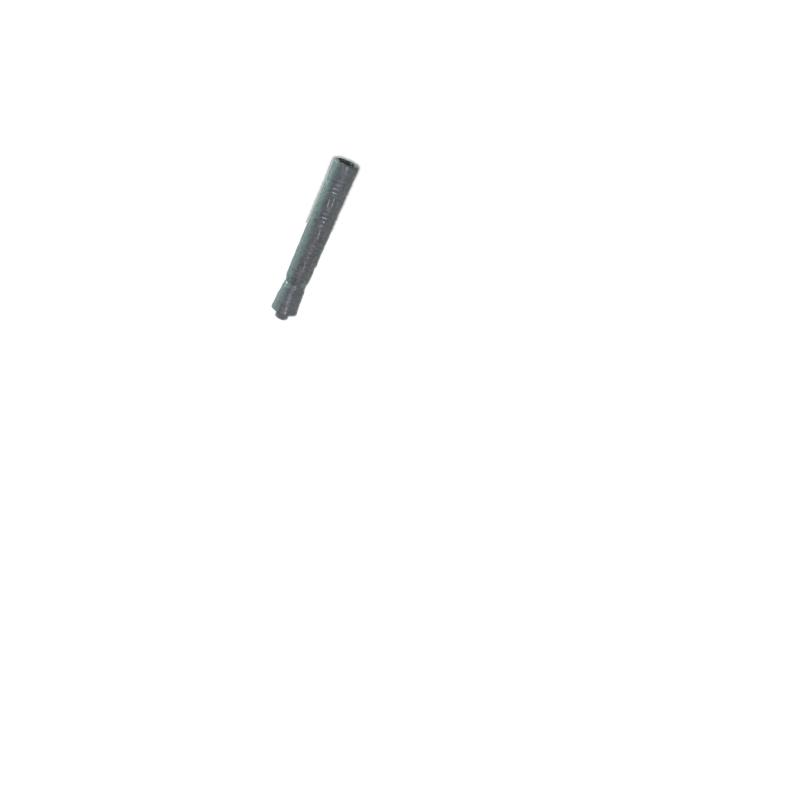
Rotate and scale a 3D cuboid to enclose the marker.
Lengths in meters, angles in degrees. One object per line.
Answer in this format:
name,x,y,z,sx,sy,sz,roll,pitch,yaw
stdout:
marker,-0.059,-0.108,0.759,0.019,0.117,0.021,22,18,-11
